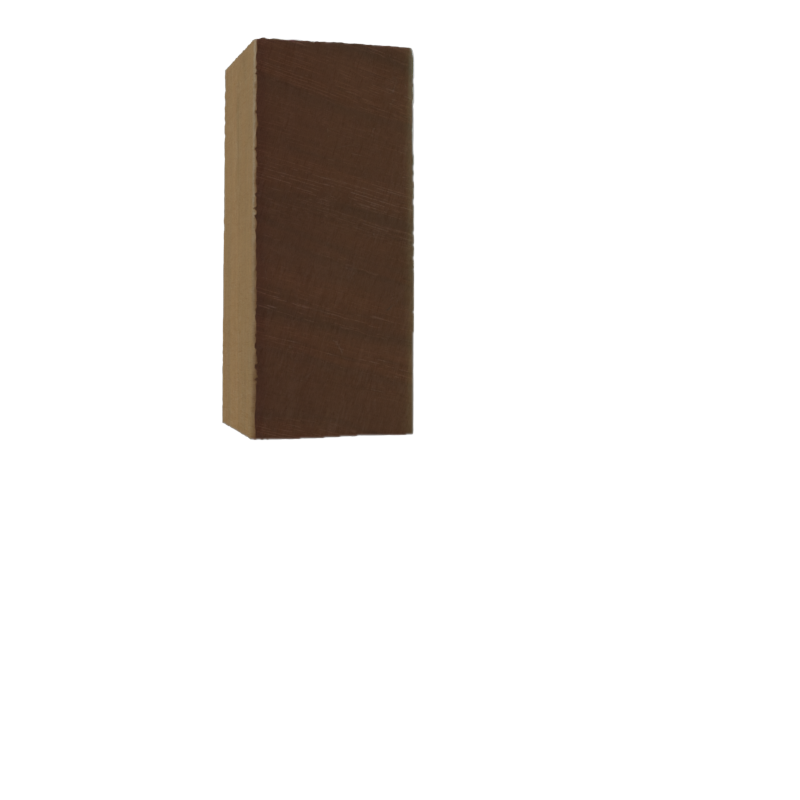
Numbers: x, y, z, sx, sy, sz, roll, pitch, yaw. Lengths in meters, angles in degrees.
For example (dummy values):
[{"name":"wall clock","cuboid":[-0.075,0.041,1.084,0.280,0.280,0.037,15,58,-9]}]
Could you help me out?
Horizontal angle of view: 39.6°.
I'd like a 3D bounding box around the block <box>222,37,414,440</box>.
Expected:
[{"name":"block","cuboid":[-0.048,-0.088,0.616,0.088,0.207,0.092,0,-2,-18]}]
